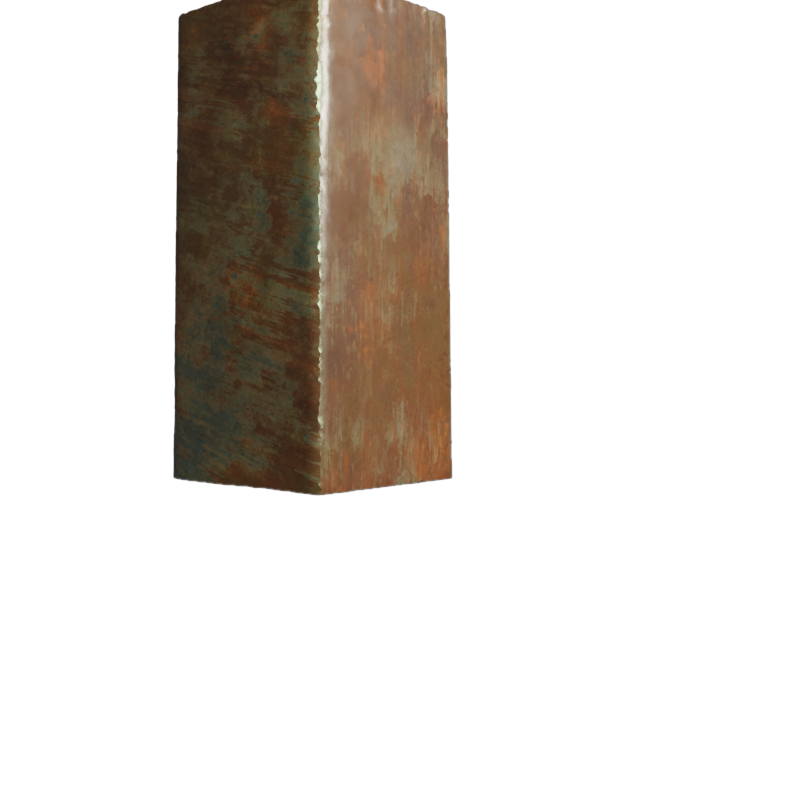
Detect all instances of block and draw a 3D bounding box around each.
[{"bbox_3d":[-0.038,-0.070,0.489,0.093,0.209,0.087,-4,-6,41],"label":"block"}]
